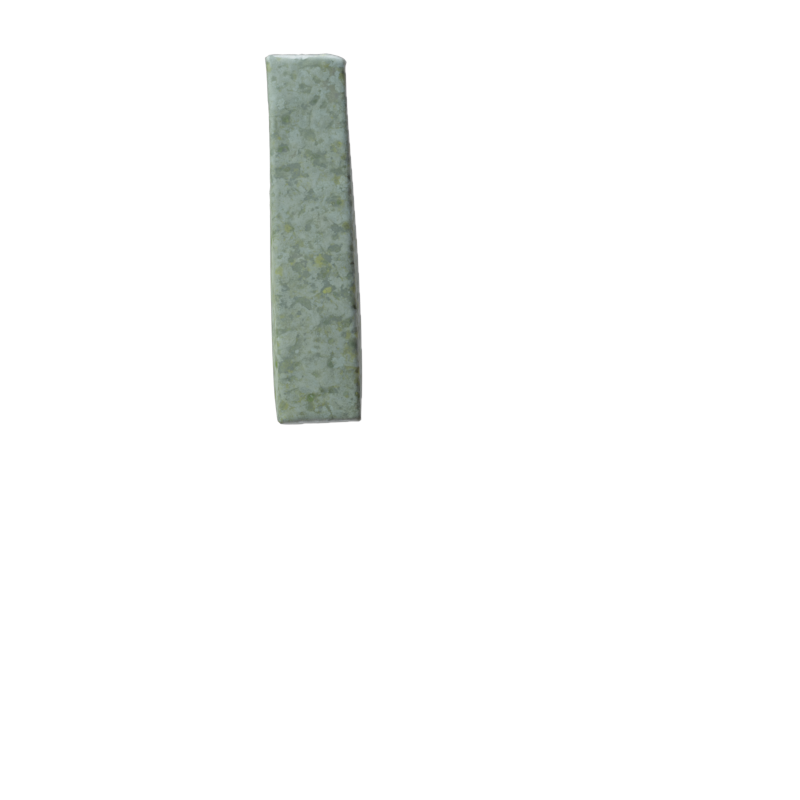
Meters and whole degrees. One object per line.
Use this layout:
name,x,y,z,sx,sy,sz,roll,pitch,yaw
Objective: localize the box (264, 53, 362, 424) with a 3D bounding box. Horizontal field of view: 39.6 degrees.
box,-0.044,-0.081,0.566,0.048,0.177,0.093,0,-1,-4
